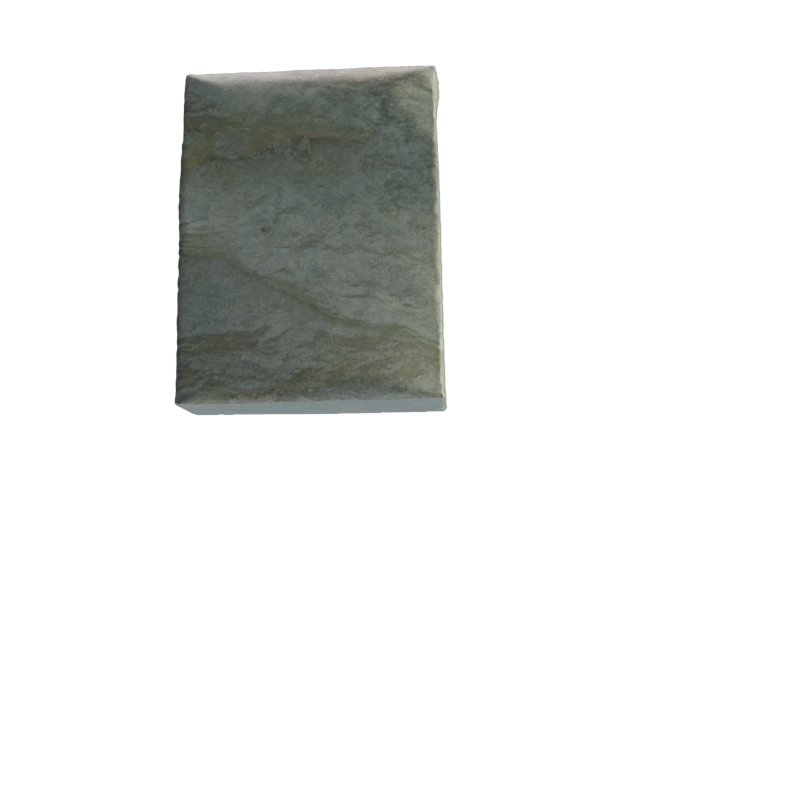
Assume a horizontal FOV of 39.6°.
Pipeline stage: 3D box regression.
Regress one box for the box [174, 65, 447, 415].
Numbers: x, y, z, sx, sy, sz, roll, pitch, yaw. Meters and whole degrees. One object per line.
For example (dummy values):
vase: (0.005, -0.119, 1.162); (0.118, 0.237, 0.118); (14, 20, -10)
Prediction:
box: (-0.055, -0.100, 0.702); (0.165, 0.221, 0.069); (-1, -13, 5)
